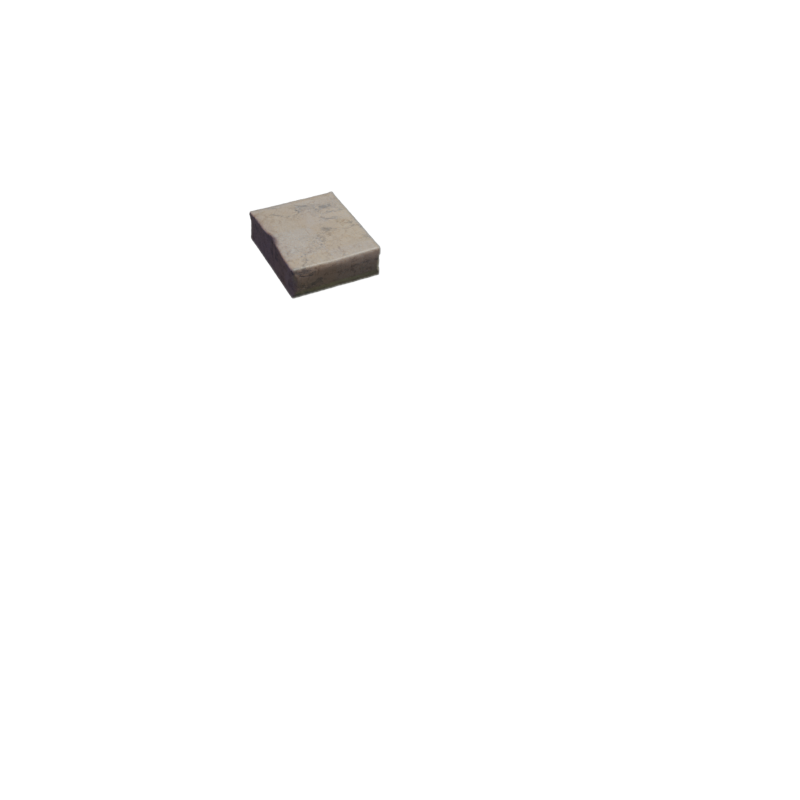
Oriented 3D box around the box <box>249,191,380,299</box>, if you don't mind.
[{"bbox_3d":[-0.067,-0.122,0.853,0.072,0.028,0.097,-17,43,-19],"label":"box"}]
